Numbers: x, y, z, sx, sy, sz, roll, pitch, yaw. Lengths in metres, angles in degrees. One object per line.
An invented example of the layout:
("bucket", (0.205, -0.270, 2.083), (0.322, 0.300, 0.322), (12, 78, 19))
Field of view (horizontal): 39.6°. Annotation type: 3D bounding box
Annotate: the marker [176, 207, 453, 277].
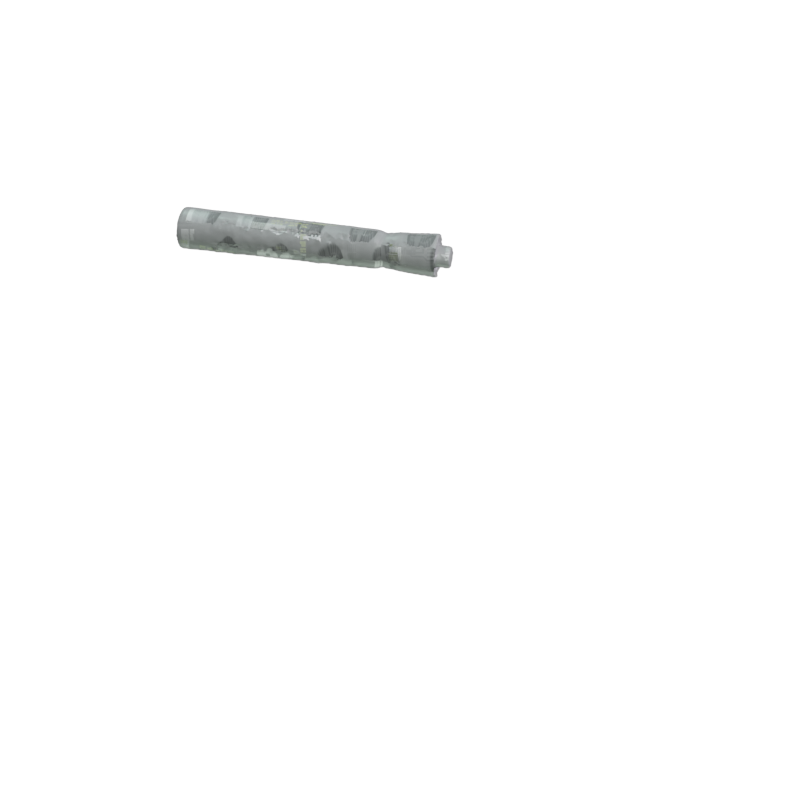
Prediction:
("marker", (-0.038, -0.069, 0.483), (0.124, 0.020, 0.019), (8, 6, 14))
